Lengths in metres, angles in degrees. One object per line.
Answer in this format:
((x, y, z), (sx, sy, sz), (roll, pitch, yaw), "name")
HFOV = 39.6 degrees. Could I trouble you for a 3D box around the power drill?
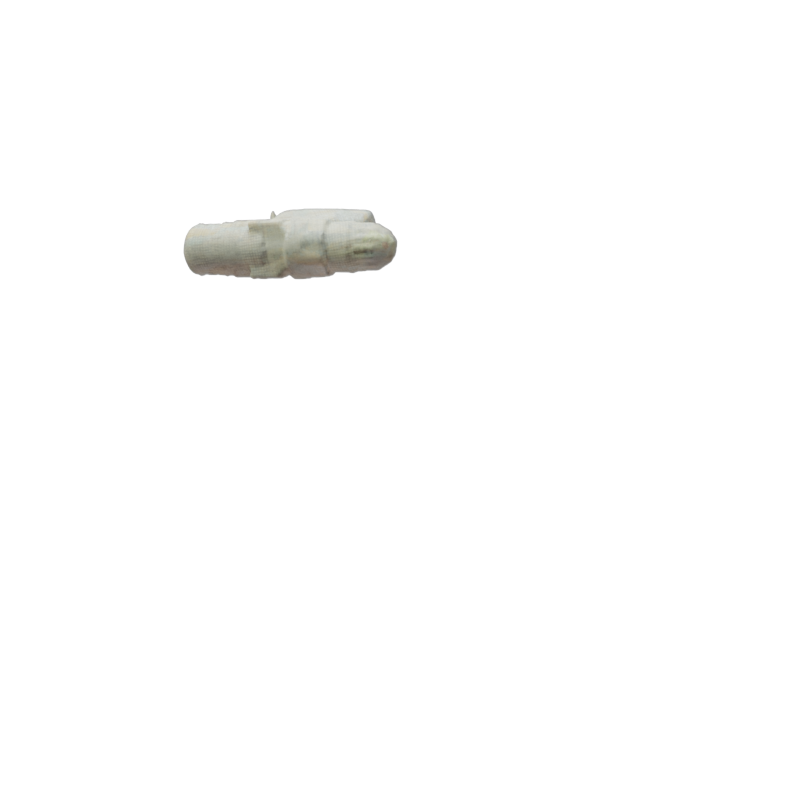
((-0.078, -0.142, 0.993), (0.188, 0.057, 0.186), (3, 10, 15), "power drill")
